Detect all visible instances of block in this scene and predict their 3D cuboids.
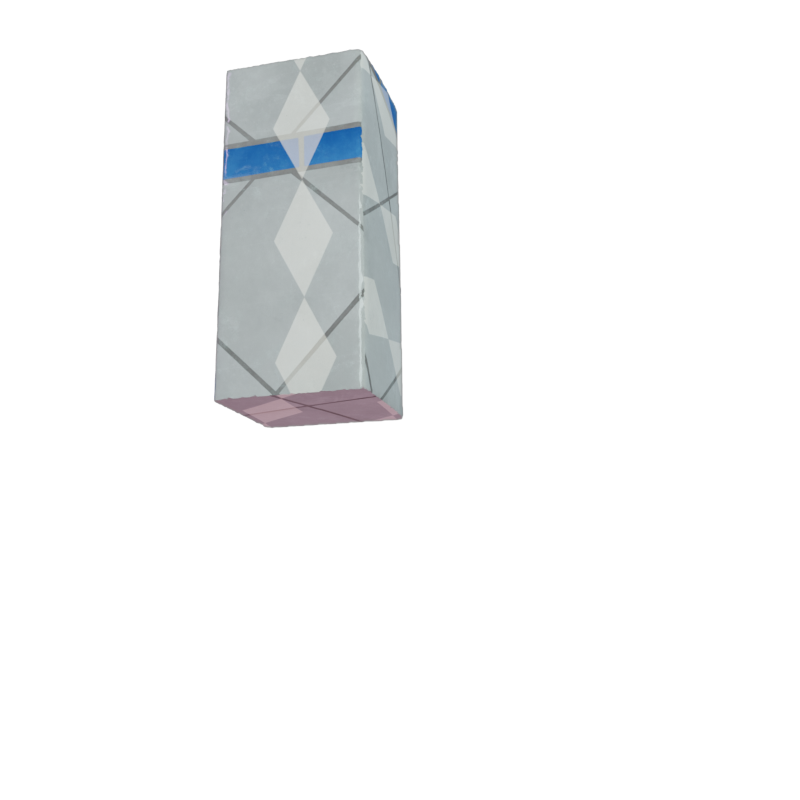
[{"bbox_3d":[-0.052,-0.096,0.672,0.092,0.216,0.085,-6,-19,15],"label":"block"}]
